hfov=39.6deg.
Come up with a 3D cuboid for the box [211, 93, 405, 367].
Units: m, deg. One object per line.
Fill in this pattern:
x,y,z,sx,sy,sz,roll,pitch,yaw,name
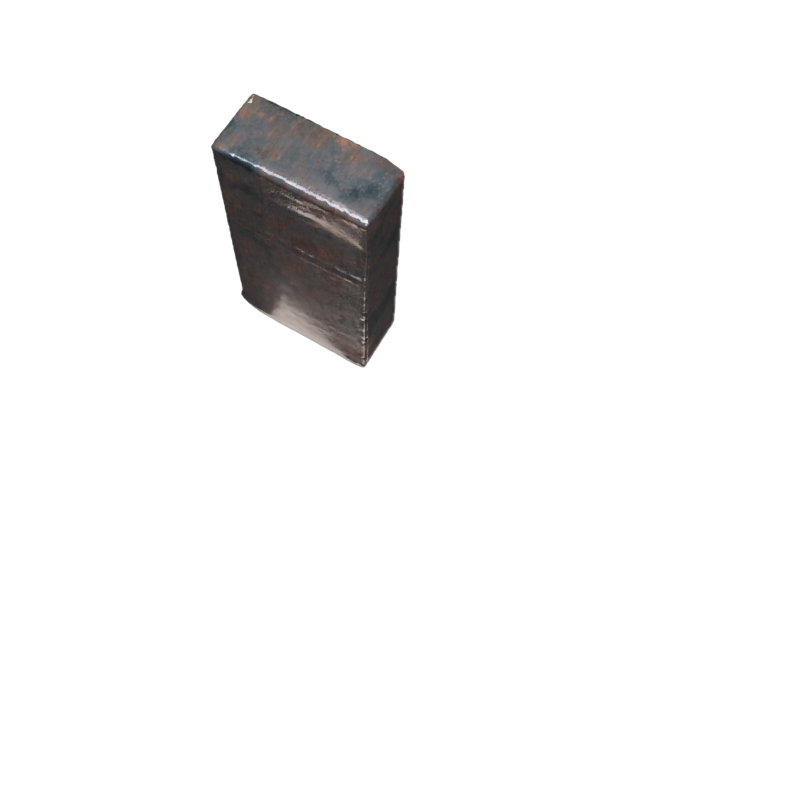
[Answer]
-0.048,-0.088,0.616,0.096,0.049,0.167,30,-23,10,box
